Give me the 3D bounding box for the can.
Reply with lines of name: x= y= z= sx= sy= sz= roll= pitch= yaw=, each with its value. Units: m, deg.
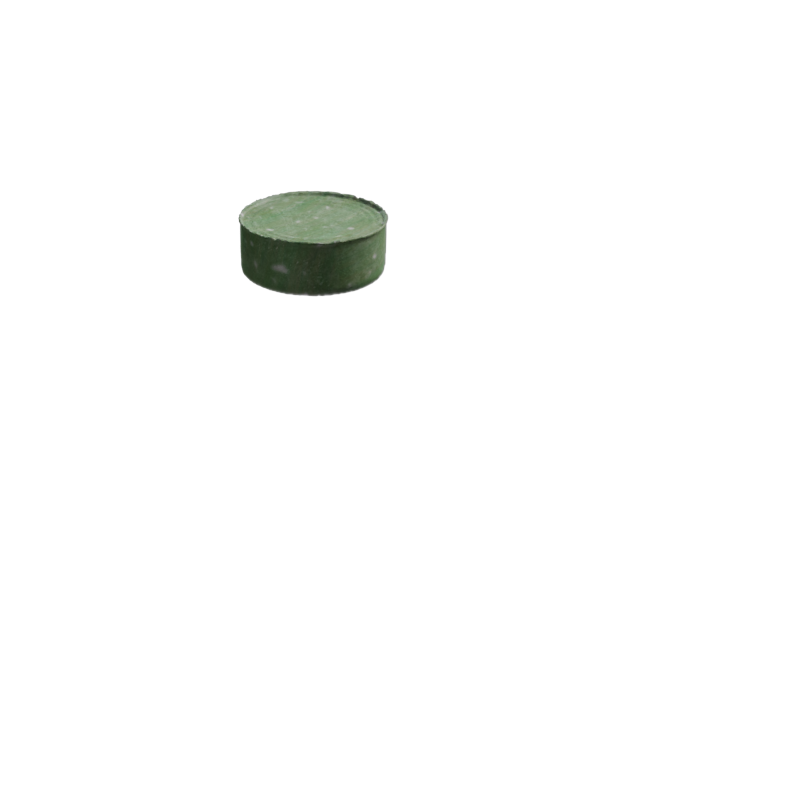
can: x=-0.050 y=-0.092 z=0.642 sx=0.086 sy=0.032 sz=0.091 roll=-1 pitch=28 yaw=-2
